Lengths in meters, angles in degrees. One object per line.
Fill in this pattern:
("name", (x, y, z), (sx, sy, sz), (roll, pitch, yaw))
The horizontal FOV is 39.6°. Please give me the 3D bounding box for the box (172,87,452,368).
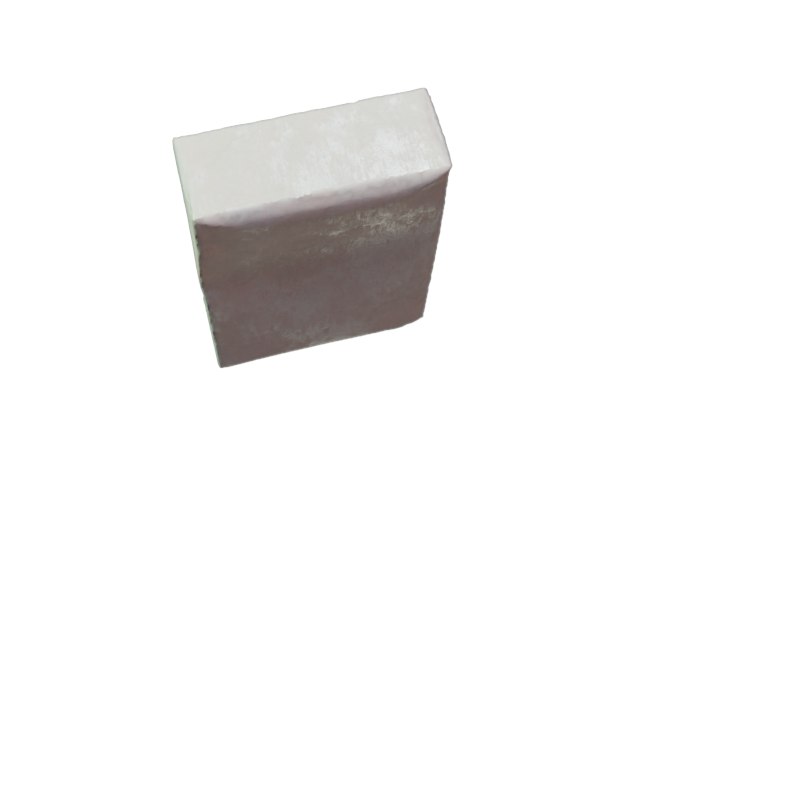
("box", (-0.059, -0.108, 0.758), (0.163, 0.076, 0.202), (-13, -22, -9))
